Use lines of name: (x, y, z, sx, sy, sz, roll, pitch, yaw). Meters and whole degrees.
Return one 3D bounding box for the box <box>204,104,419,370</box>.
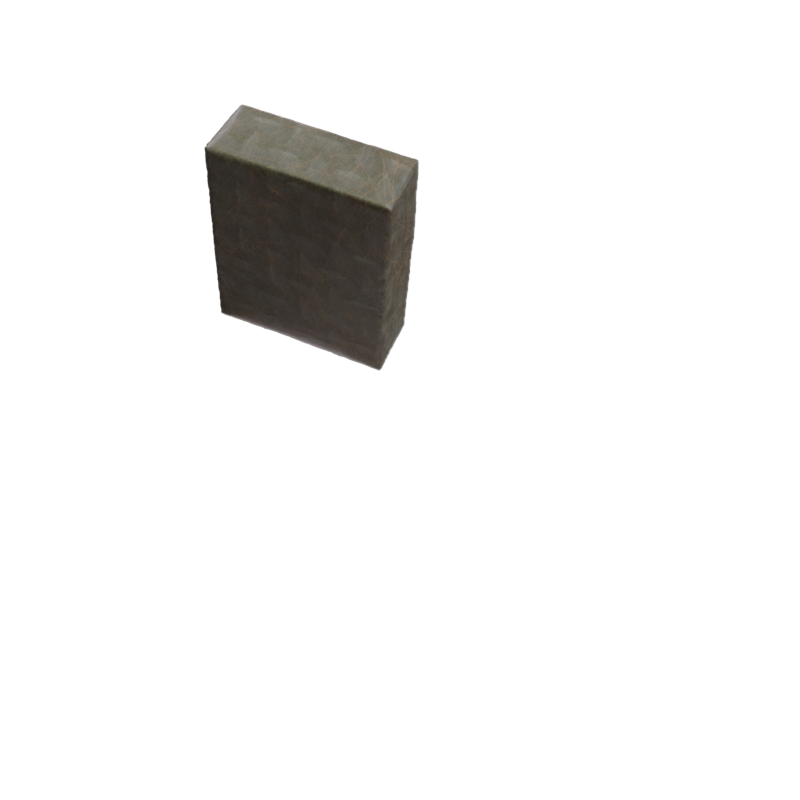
box: (-0.075, -0.136, 0.955, 0.169, 0.075, 0.199, 21, -36, 14)
